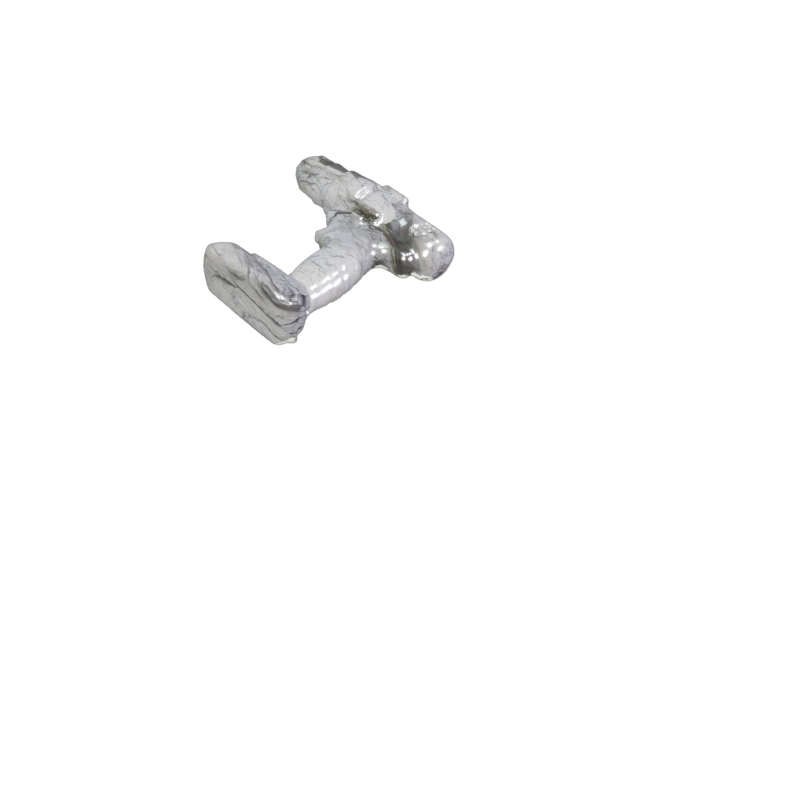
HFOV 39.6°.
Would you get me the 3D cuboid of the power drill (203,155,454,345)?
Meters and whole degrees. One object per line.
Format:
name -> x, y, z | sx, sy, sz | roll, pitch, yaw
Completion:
power drill -> -0.075, -0.137, 0.961 | 0.188, 0.053, 0.197 | -33, 52, -30
